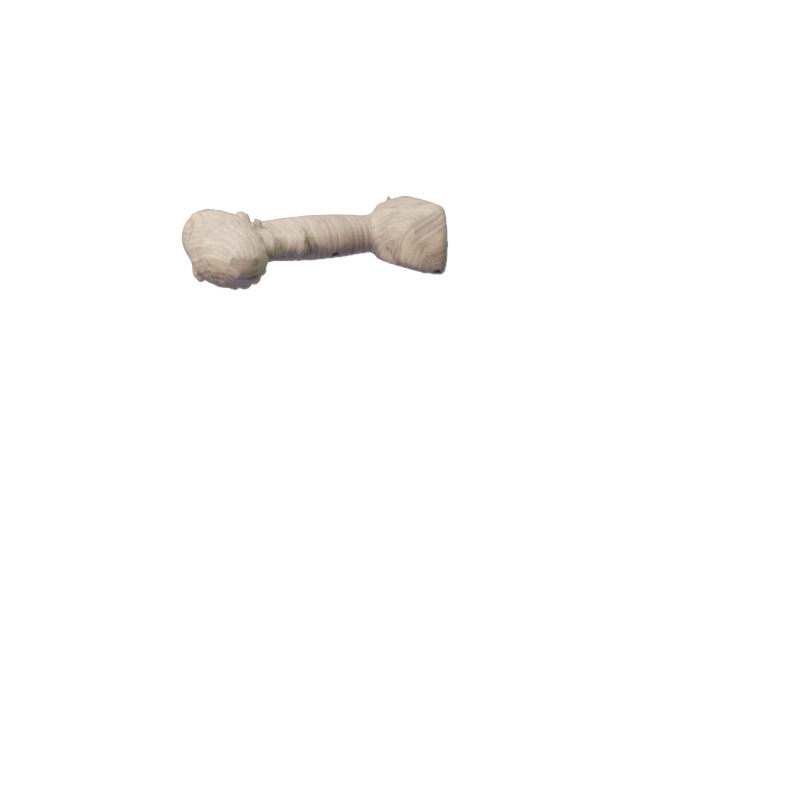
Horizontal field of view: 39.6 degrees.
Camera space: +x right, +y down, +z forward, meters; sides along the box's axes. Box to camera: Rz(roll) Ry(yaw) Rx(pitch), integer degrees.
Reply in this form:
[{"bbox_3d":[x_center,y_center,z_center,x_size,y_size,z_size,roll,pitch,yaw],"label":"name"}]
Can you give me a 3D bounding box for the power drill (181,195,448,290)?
[{"bbox_3d":[-0.064,-0.117,0.822,0.184,0.056,0.193,-4,16,-15],"label":"power drill"}]
